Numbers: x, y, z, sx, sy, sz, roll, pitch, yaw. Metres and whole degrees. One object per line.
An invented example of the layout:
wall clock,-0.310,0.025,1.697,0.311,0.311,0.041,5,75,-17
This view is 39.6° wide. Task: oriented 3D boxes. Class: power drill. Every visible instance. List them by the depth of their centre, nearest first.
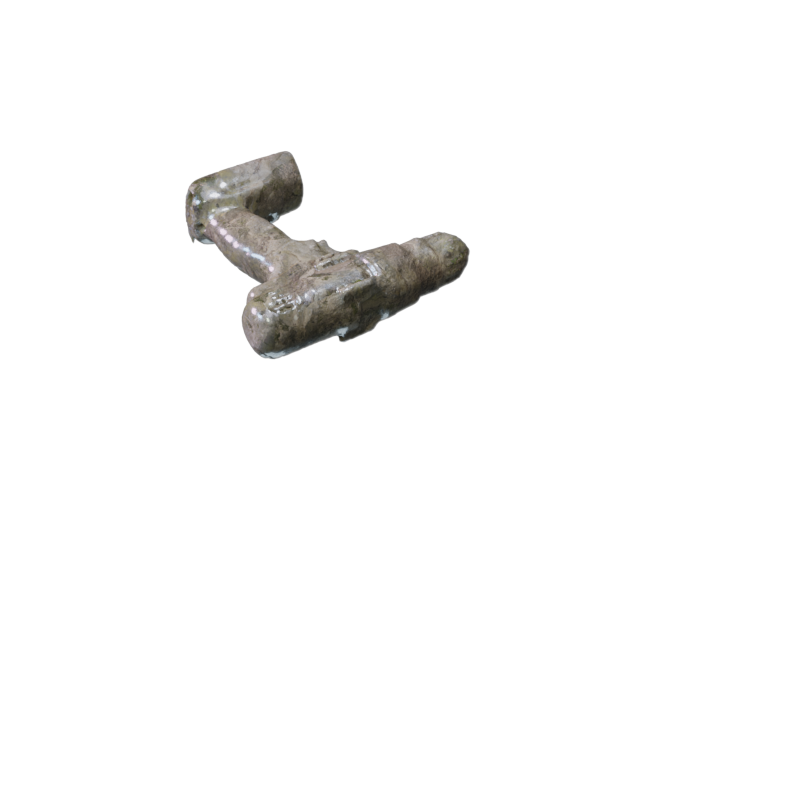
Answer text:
power drill,-0.066,-0.121,0.849,0.183,0.054,0.203,-22,45,-25
